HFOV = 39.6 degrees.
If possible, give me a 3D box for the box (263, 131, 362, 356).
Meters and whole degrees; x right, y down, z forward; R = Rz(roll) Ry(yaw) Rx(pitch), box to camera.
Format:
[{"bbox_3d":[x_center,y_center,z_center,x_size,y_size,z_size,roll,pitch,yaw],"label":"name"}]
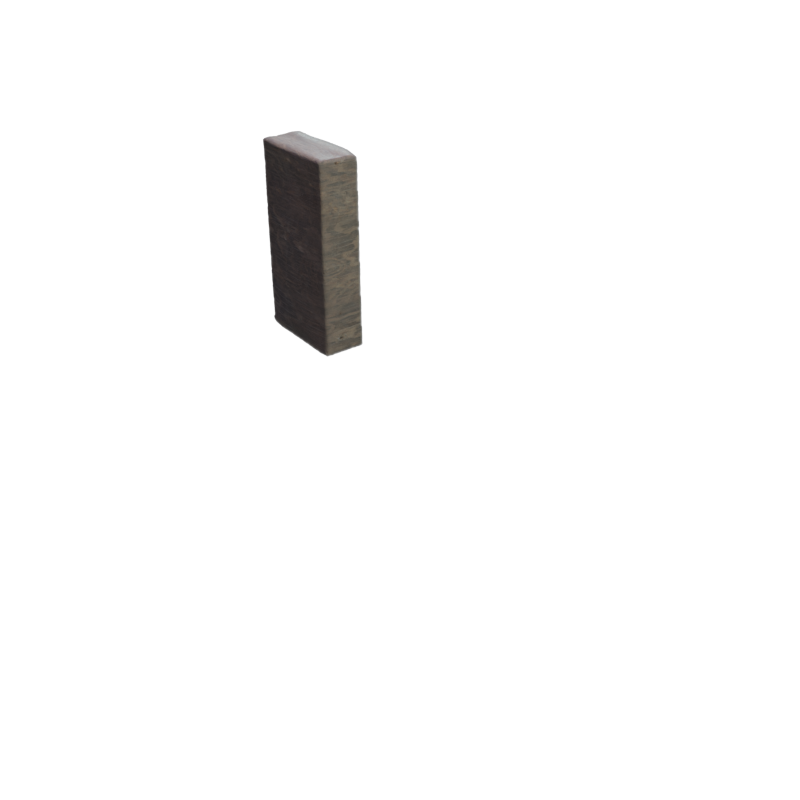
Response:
[{"bbox_3d":[-0.075,-0.137,0.963,0.047,0.168,0.100,-14,28,-32],"label":"box"}]
